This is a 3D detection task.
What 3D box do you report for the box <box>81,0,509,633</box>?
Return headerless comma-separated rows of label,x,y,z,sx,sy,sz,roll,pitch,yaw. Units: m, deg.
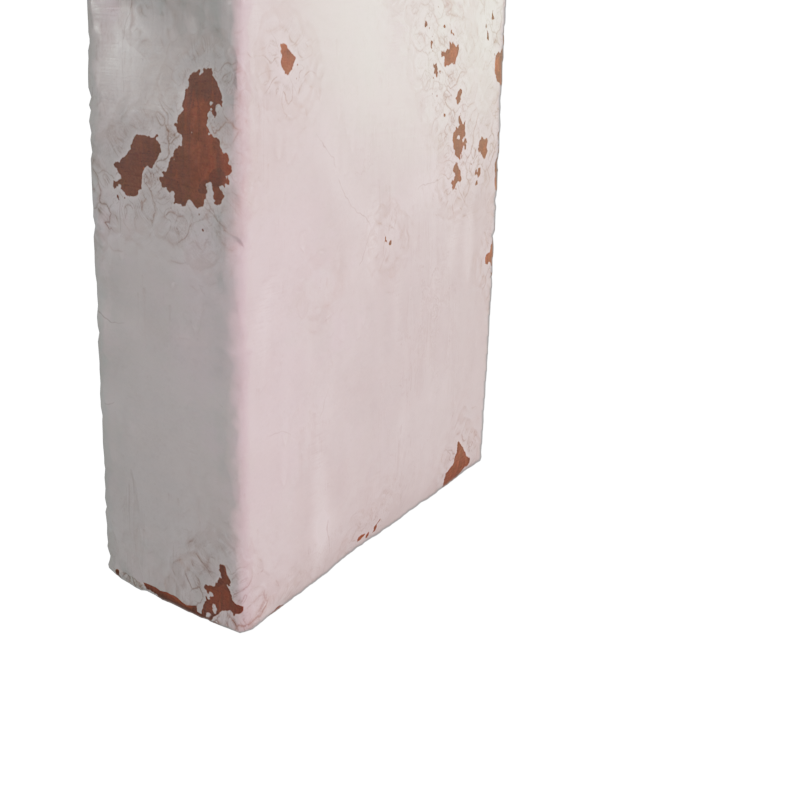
box,-0.031,-0.057,0.397,0.075,0.207,0.162,10,18,31
